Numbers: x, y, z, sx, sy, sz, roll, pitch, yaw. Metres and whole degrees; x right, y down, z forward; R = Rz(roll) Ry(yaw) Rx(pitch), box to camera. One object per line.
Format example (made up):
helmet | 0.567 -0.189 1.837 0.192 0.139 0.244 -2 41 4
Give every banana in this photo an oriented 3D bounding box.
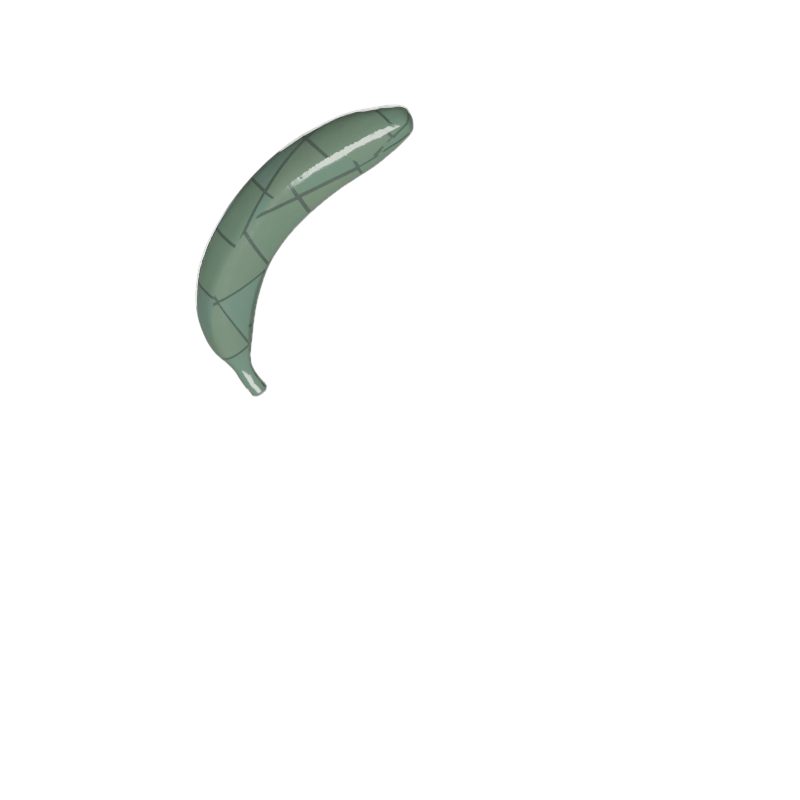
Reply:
banana | -0.067 -0.093 0.621 0.067 0.191 0.039 24 28 -15
